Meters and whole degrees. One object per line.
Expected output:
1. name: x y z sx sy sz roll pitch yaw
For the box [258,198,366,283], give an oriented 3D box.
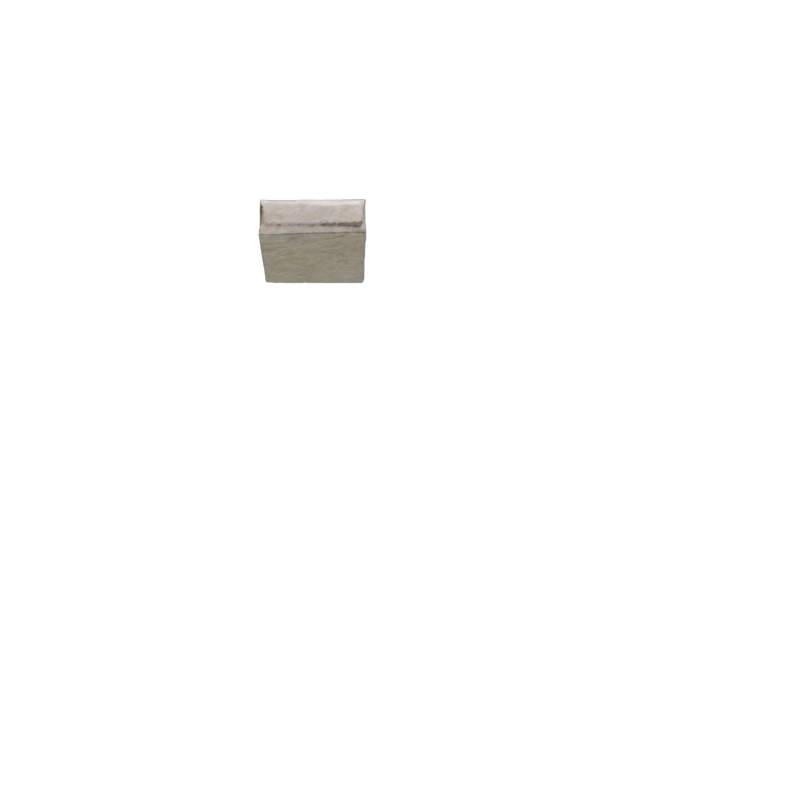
1. box: -0.061 -0.112 0.783 0.073 0.032 0.085 0 -19 -1
